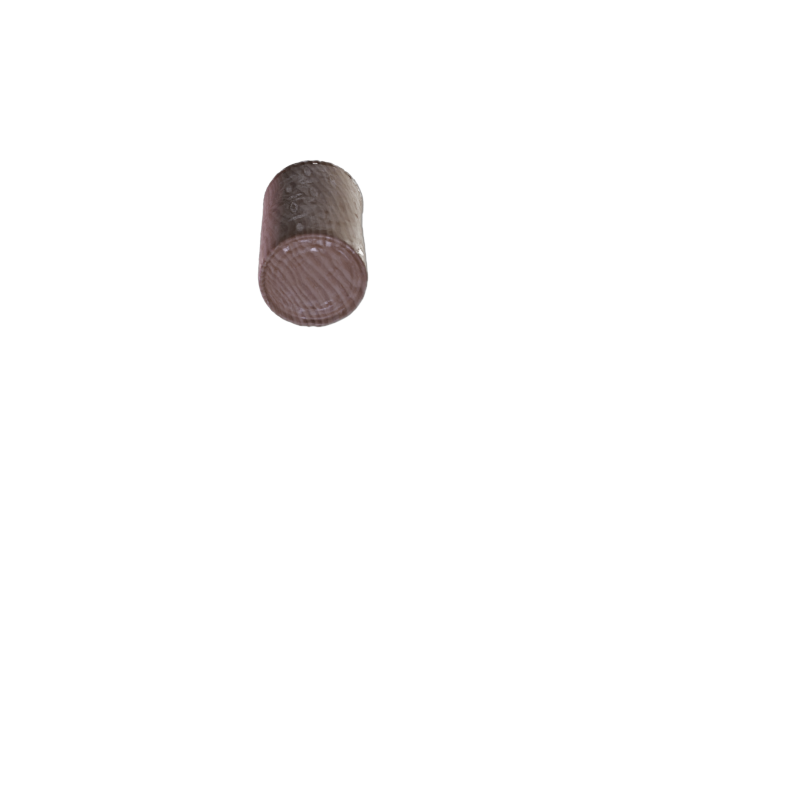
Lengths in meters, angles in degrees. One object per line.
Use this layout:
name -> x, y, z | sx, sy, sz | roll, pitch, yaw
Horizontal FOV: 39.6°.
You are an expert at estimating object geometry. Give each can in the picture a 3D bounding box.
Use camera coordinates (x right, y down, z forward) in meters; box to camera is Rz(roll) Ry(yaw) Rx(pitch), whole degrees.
can -> -0.055, -0.100, 0.703 | 0.068, 0.064, 0.109 | -1, 34, -3
